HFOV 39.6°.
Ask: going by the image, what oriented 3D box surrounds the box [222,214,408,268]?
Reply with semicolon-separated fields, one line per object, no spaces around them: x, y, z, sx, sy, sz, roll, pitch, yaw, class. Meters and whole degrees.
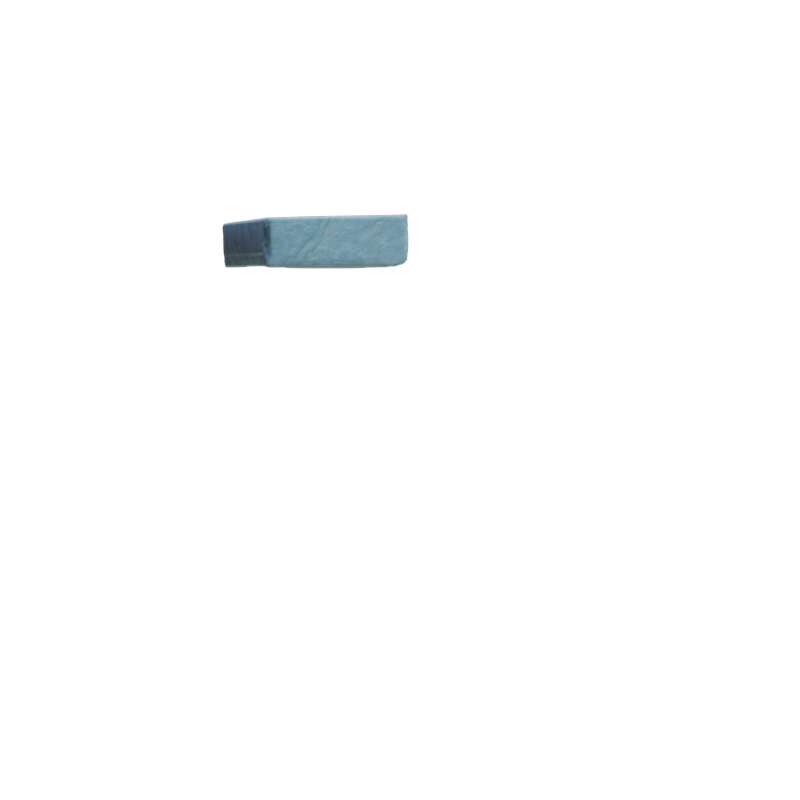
-0.063;-0.116;0.809;0.110;0.039;0.093;-3;7;-26;box
